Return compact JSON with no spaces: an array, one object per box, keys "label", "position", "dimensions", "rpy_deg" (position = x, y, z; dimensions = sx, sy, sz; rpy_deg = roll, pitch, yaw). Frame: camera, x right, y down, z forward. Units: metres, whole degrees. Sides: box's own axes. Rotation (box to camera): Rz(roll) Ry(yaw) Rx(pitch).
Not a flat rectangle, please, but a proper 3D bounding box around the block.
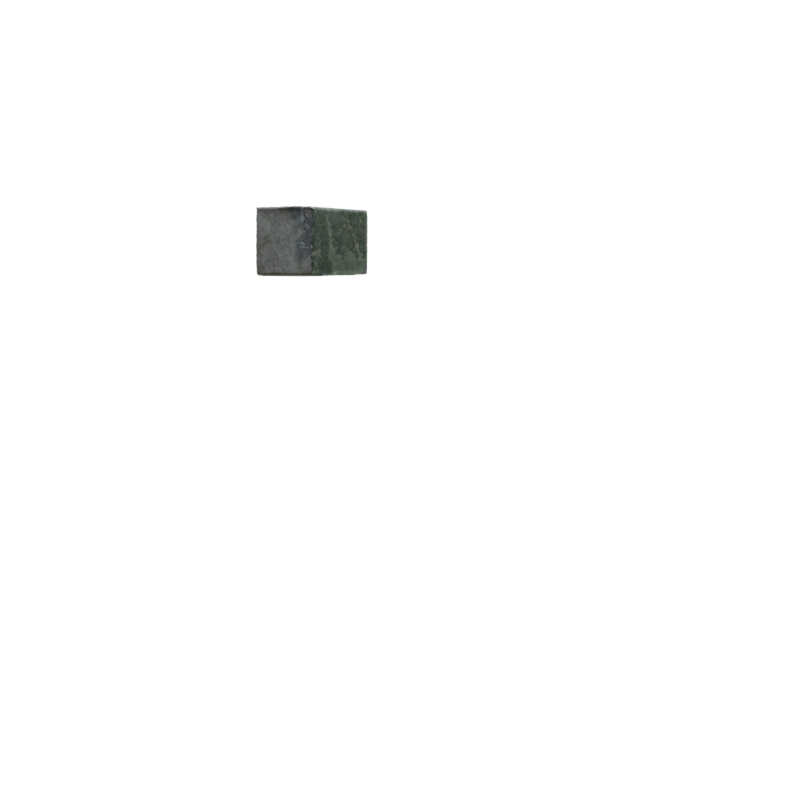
[{"label":"block","position":[-0.066,-0.120,0.838],"dimensions":[0.055,0.051,0.076],"rpy_deg":[2,5,31]}]
